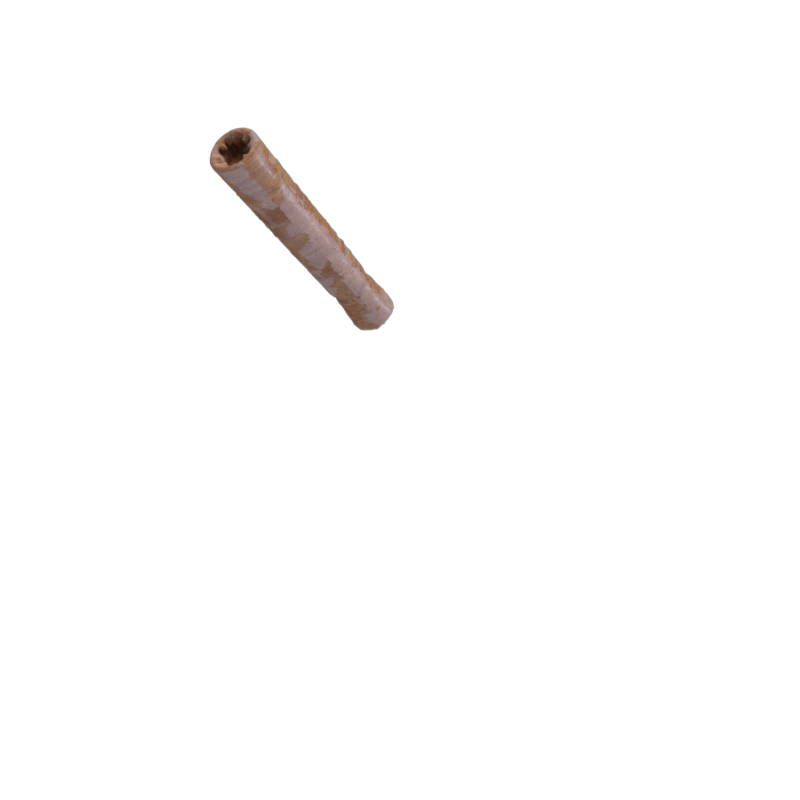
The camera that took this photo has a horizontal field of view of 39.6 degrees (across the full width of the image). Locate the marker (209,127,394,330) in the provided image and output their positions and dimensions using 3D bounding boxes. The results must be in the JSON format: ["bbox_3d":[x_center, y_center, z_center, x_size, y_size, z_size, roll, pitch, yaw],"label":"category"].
[{"bbox_3d":[-0.032,-0.059,0.415,0.020,0.021,0.112,2,-25,29],"label":"marker"}]
